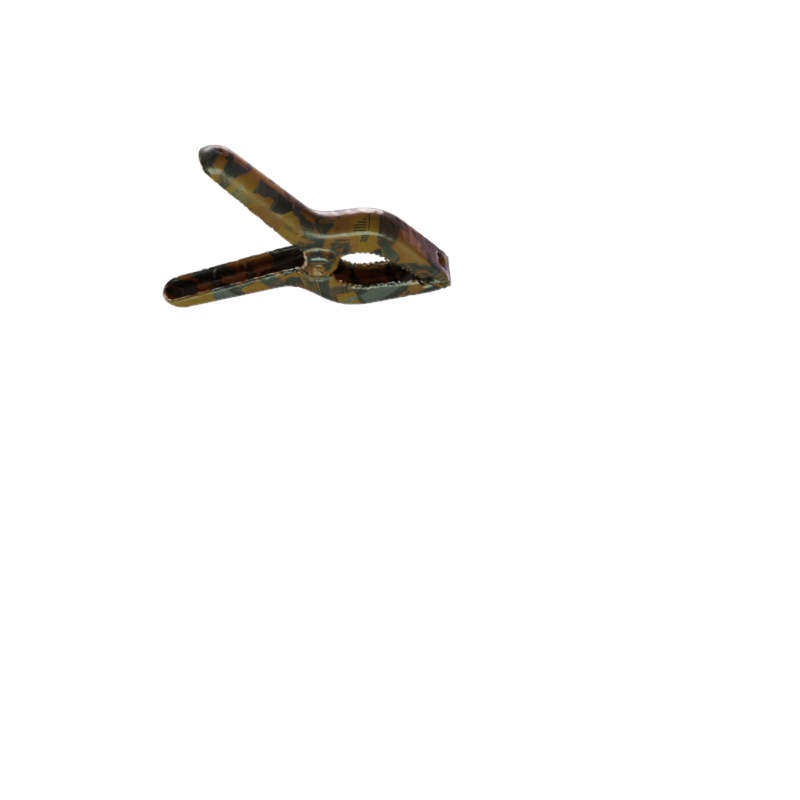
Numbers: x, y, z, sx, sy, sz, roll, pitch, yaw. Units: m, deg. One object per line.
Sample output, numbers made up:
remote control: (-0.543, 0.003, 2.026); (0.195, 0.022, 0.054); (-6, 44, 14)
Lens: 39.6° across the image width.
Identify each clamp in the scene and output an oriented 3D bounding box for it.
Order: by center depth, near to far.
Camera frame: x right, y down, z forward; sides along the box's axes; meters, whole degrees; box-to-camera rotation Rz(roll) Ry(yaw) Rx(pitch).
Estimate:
clamp: (-0.062, -0.114, 0.795); (0.208, 0.039, 0.155); (5, -34, -8)
